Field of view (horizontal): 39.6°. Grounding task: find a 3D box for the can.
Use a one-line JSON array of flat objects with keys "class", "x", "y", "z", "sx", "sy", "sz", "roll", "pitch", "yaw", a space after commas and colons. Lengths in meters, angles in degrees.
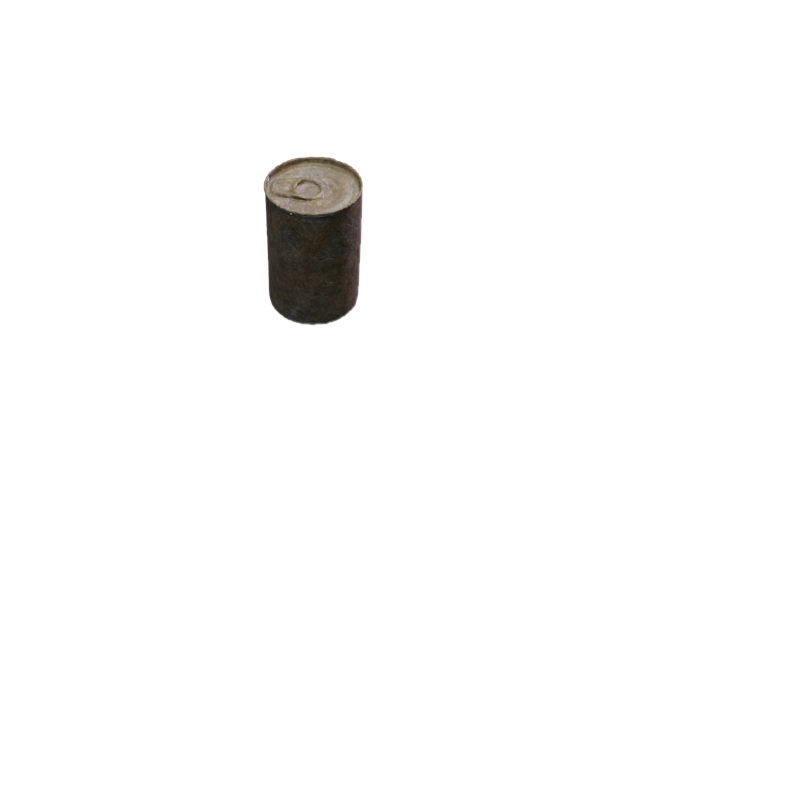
[{"class": "can", "x": -0.062, "y": -0.112, "z": 0.787, "sx": 0.068, "sy": 0.095, "sz": 0.074, "roll": 0, "pitch": 43, "yaw": -3}]
